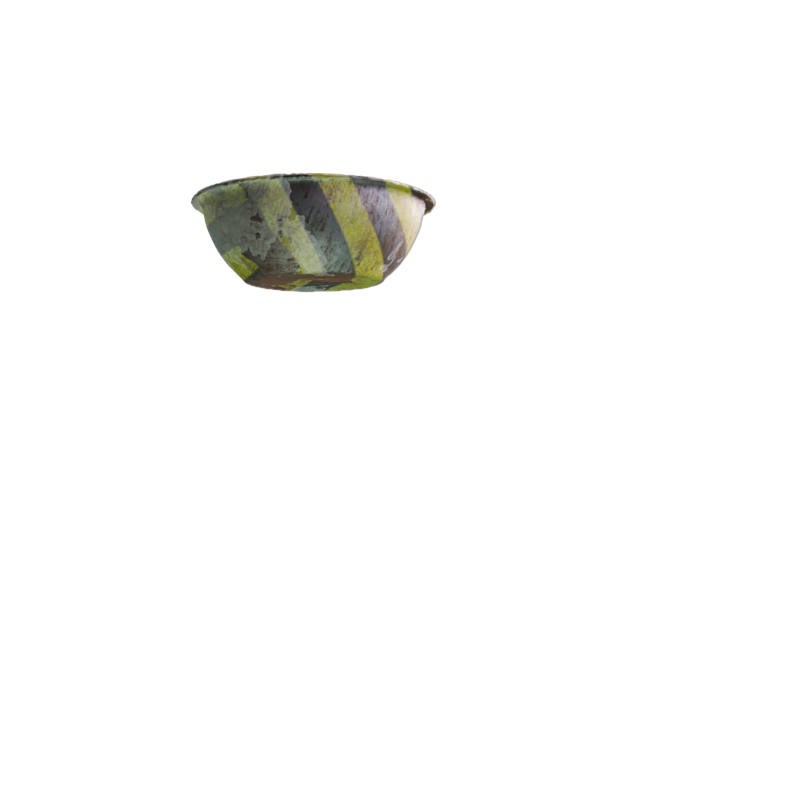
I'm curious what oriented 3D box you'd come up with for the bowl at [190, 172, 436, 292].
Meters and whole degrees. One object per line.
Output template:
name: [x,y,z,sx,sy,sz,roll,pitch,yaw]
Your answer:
bowl: [-0.057,-0.104,0.731,0.162,0.056,0.160,0,-4,-2]
